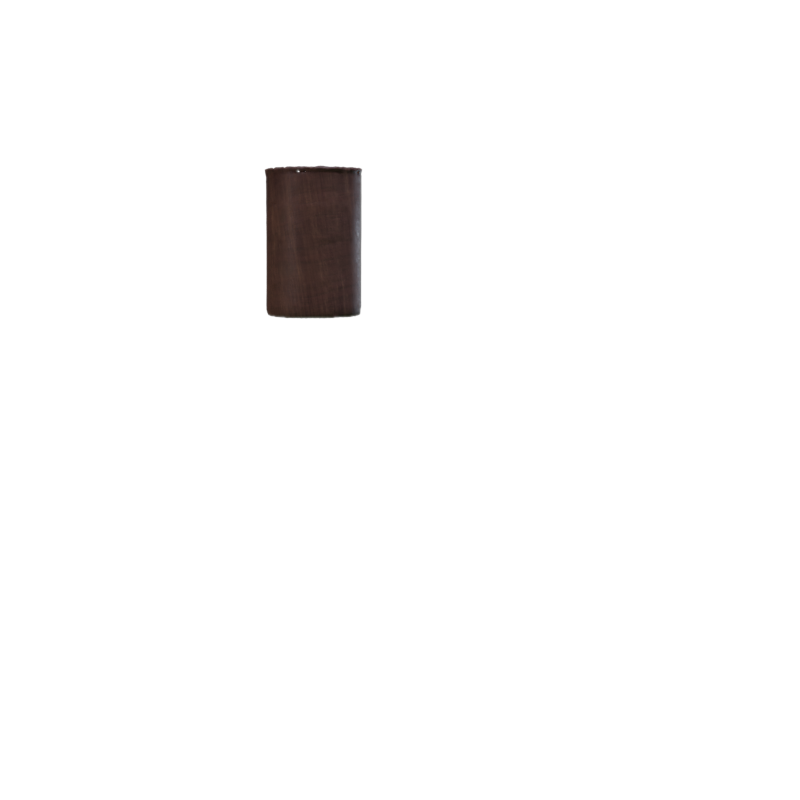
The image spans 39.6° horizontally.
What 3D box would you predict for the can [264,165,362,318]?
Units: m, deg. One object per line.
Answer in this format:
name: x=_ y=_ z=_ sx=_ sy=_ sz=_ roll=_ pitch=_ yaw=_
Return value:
can: x=-0.060 y=-0.110 z=0.772 sx=0.068 sy=0.102 sz=0.069 roll=0 pitch=3 yaw=-2
